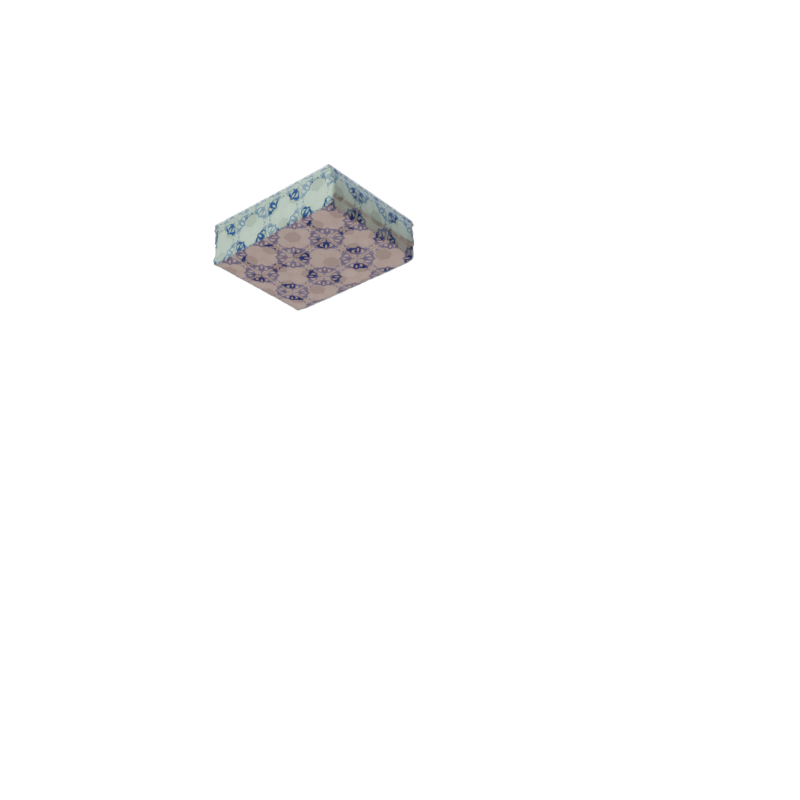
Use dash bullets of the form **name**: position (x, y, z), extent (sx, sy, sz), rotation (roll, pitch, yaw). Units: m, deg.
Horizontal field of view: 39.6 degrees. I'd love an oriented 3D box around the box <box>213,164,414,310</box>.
- **box**: position (-0.061, -0.110, 0.774), extent (0.114, 0.041, 0.084), rotation (-23, -37, 34)
